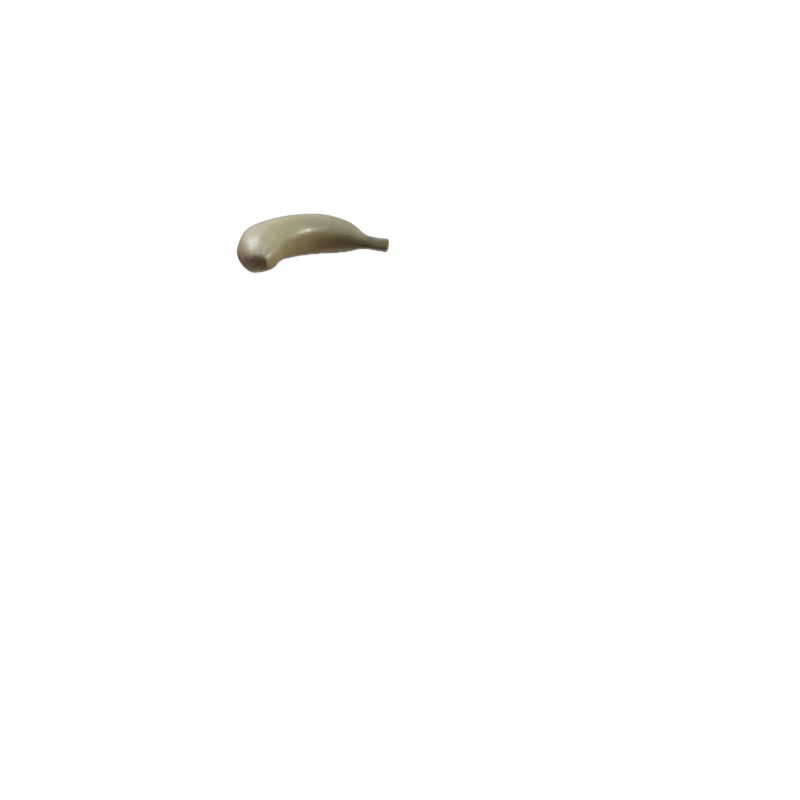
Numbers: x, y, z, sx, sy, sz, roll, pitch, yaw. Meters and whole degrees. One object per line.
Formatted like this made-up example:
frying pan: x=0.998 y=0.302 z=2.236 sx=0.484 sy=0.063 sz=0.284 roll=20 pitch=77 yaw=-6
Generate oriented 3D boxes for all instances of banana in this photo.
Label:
banana: x=-0.085 y=-0.132 z=0.913 sx=0.072 sy=0.036 sz=0.195 roll=8 pitch=16 yaw=29
